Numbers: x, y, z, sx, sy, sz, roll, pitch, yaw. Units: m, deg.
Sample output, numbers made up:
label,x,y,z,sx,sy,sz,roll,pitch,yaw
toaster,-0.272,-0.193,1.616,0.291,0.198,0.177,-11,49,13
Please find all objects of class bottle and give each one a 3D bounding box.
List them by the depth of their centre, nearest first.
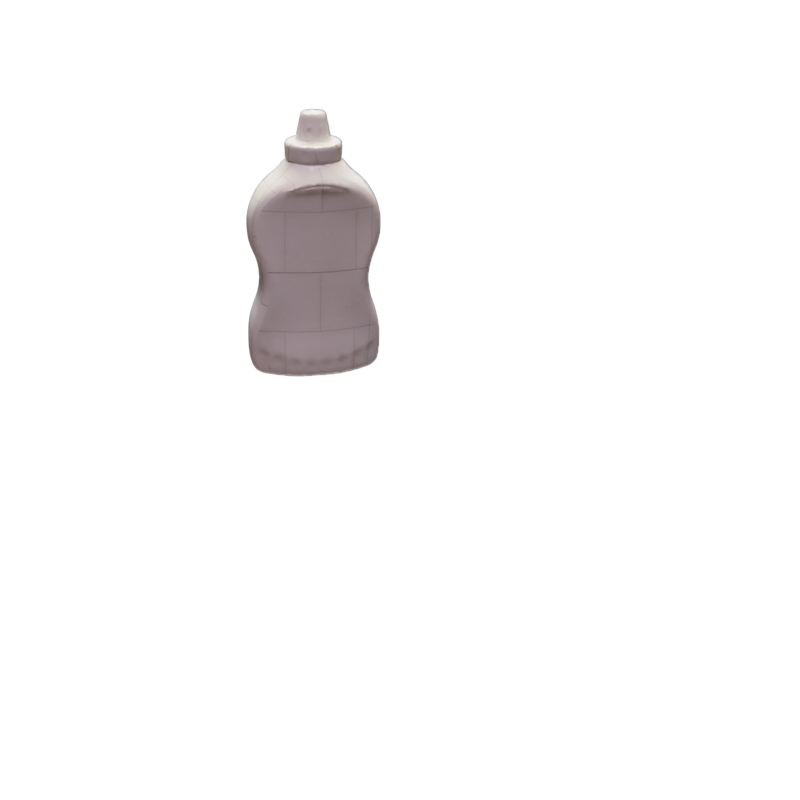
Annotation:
label,x,y,z,sx,sy,sz,roll,pitch,yaw
bottle,-0.063,-0.114,0.800,0.095,0.183,0.062,-2,22,-9
